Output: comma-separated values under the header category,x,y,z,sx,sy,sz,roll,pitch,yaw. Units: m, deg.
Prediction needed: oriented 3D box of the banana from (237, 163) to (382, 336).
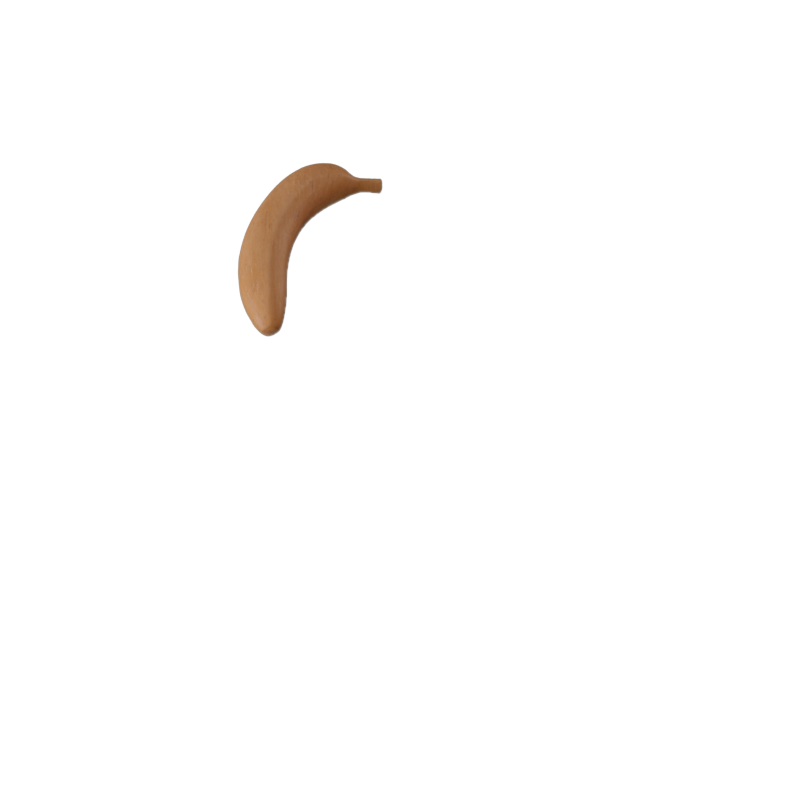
category,x,y,z,sx,sy,sz,roll,pitch,yaw
banana,-0.080,-0.127,0.835,0.072,0.034,0.205,17,48,15
